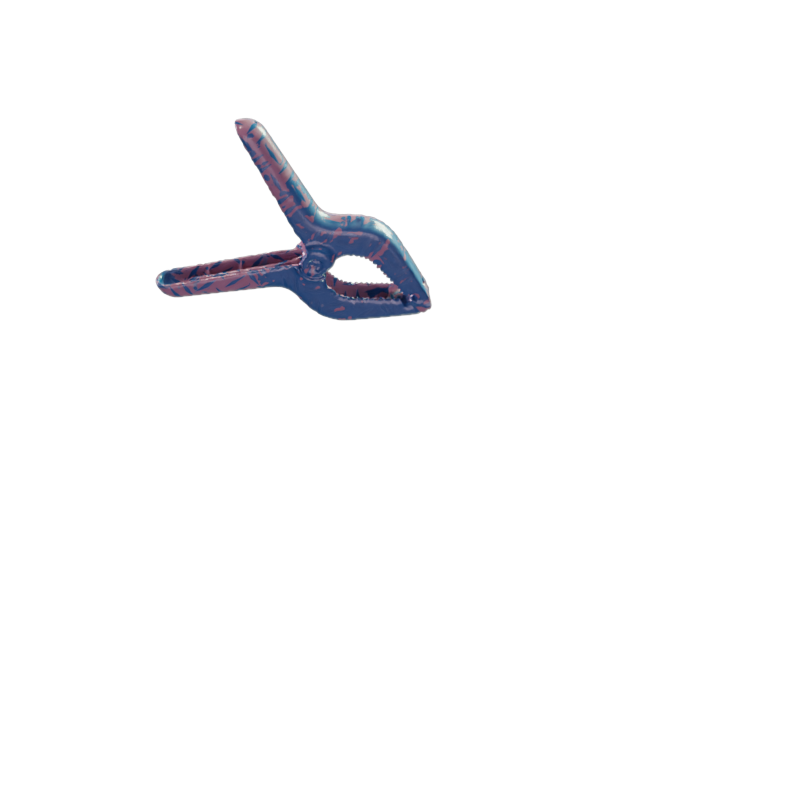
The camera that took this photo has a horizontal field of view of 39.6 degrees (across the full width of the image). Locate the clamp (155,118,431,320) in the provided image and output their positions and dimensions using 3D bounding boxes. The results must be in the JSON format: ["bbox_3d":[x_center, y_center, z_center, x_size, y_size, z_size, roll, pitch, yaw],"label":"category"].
[{"bbox_3d":[-0.067,-0.121,0.851,0.205,0.157,0.039,16,35,-12],"label":"clamp"}]
